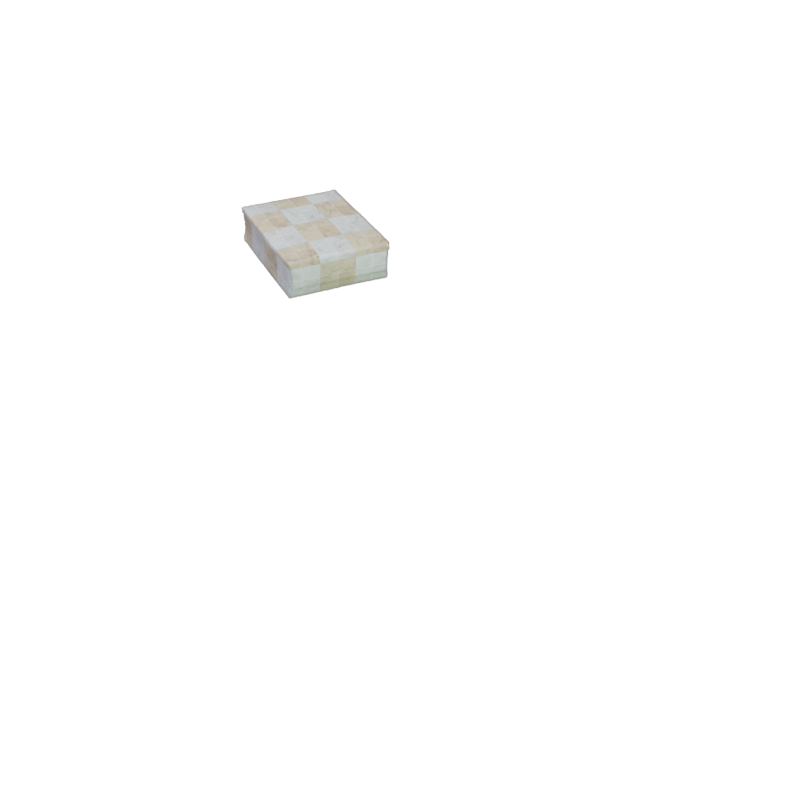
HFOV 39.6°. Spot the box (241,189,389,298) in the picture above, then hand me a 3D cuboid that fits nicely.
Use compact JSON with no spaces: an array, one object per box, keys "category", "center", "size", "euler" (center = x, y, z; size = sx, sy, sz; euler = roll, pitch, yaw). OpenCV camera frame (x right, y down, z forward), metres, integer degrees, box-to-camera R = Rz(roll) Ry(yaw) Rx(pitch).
[{"category":"box","center":[-0.073,-0.133,0.934],"size":[0.088,0.037,0.122],"euler":[-14,34,-21]}]
